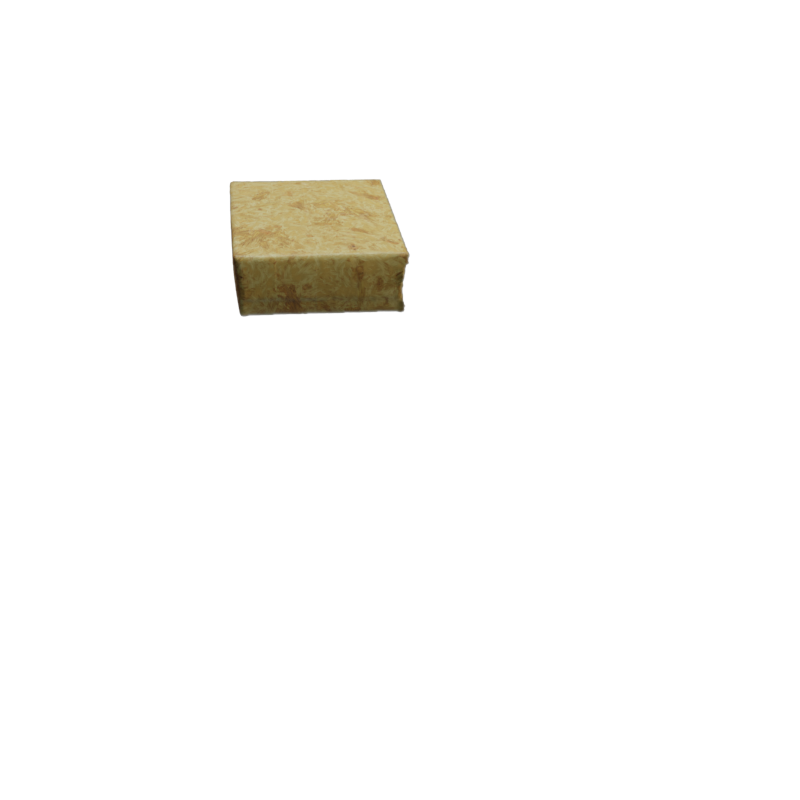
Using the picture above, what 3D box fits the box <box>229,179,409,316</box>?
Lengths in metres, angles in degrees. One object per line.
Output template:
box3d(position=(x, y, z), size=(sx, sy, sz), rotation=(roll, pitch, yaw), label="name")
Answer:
box3d(position=(-0.048, -0.087, 0.610), size=(0.089, 0.037, 0.121), rotation=(-3, 32, -6), label="box")
